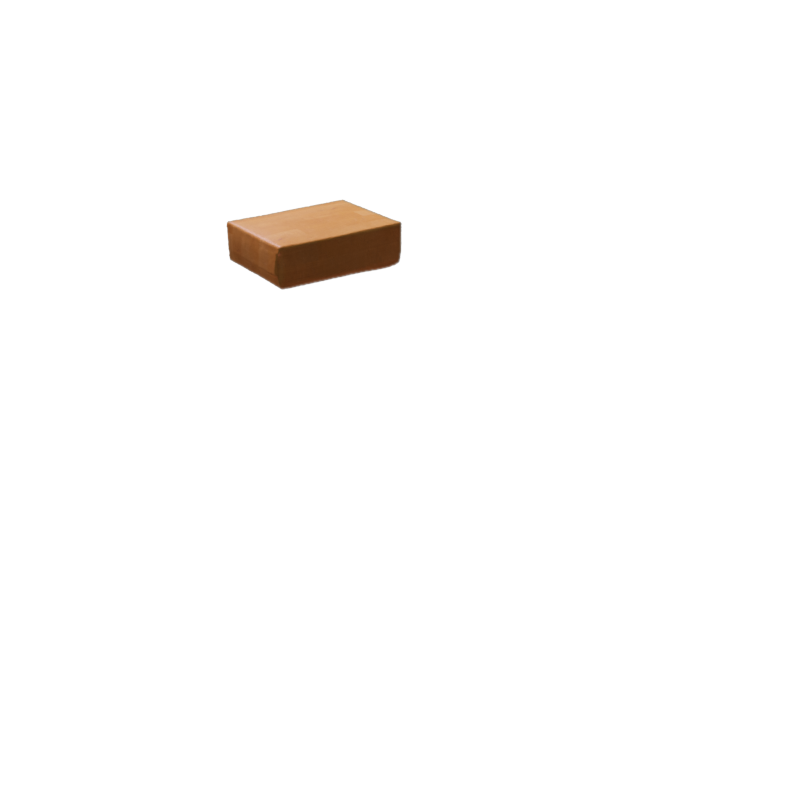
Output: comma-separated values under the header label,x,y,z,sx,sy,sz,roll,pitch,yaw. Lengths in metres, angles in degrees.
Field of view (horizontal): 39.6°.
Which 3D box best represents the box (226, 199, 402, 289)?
label,x,y,z,sx,sy,sz,roll,pitch,yaw
box,-0.069,-0.126,0.881,0.111,0.037,0.096,-14,27,-29
